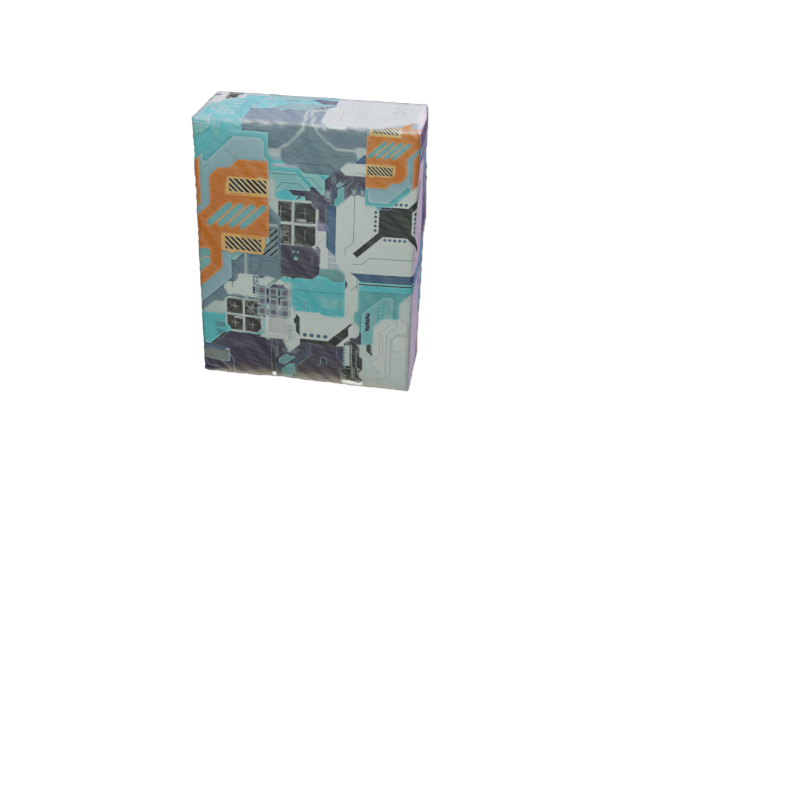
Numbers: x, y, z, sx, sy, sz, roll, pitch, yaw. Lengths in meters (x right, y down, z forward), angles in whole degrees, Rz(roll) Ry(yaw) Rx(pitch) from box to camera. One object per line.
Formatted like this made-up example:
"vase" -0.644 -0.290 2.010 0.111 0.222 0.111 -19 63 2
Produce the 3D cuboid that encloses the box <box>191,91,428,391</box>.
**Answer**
"box" -0.066 -0.120 0.838 0.166 0.202 0.075 6 29 9
